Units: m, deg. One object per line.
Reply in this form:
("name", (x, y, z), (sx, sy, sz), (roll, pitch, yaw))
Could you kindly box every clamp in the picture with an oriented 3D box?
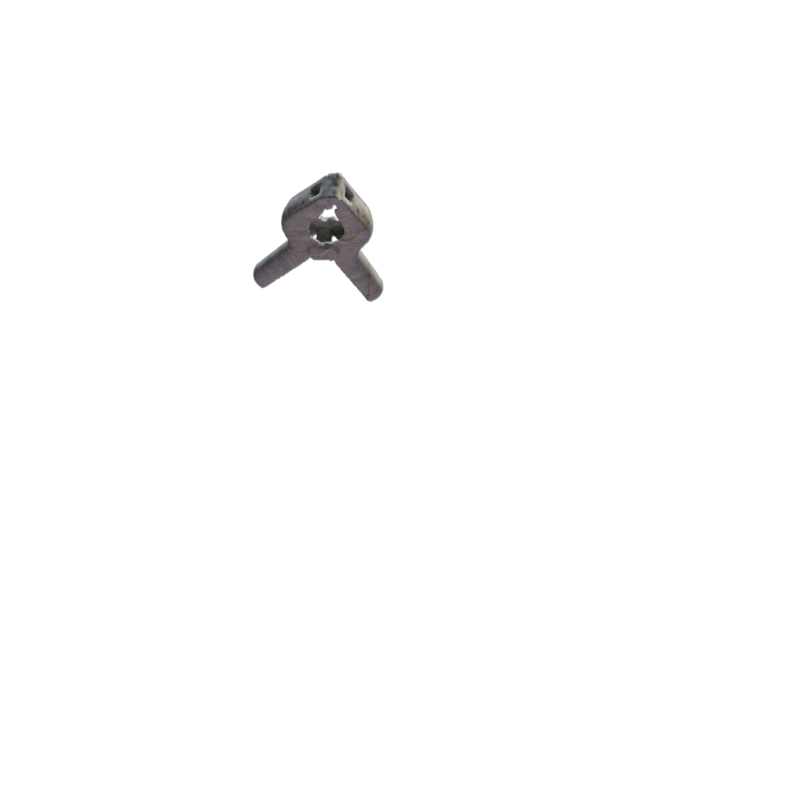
("clamp", (-0.076, -0.139, 0.976), (0.120, 0.042, 0.160), (-1, -31, 1))
